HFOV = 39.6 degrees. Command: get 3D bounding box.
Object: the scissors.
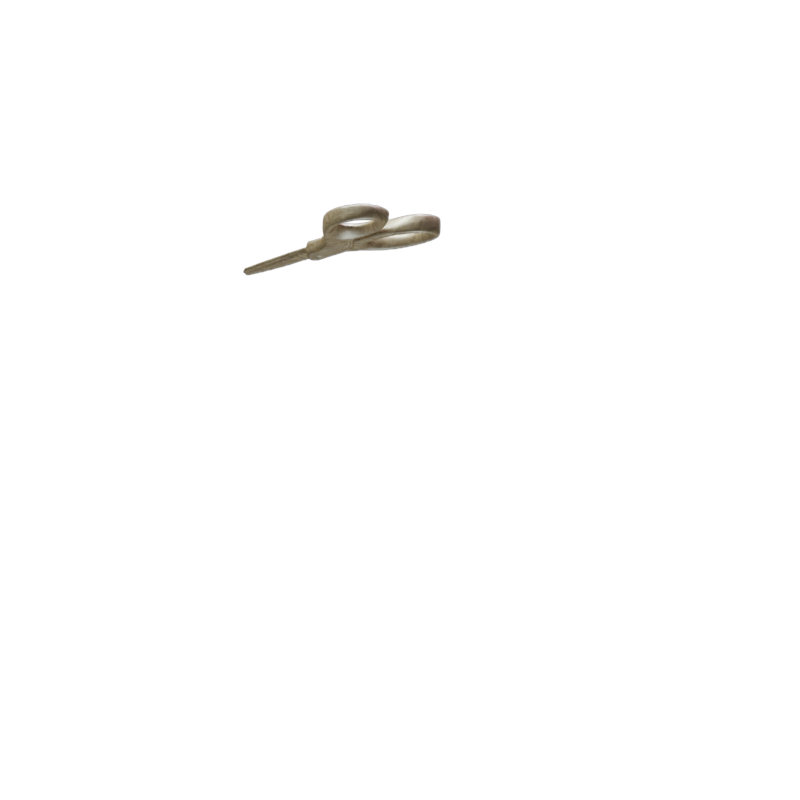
[{"bbox_3d":[-0.067,-0.122,0.856,0.207,0.016,0.091,-6,-11,31],"label":"scissors"}]
